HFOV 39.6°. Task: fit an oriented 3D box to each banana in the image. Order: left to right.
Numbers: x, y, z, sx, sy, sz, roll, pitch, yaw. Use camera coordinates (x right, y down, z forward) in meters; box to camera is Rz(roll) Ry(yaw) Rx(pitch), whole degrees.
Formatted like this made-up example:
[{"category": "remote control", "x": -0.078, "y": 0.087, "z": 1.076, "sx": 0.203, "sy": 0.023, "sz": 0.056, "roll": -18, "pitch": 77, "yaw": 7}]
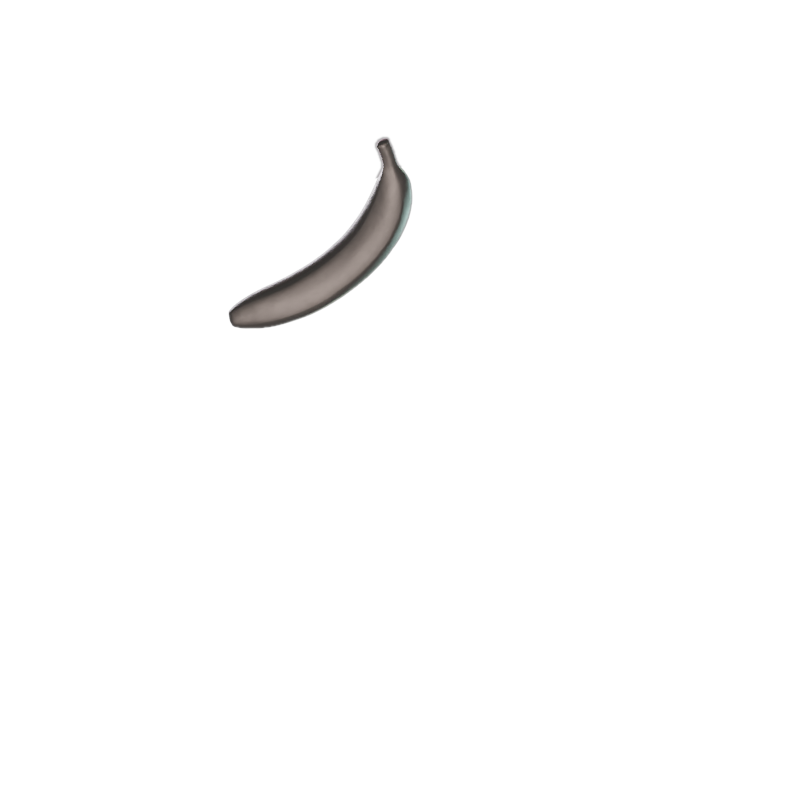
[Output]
[{"category": "banana", "x": -0.052, "y": -0.117, "z": 0.876, "sx": 0.067, "sy": 0.195, "sz": 0.039, "roll": 38, "pitch": 17, "yaw": -15}]
